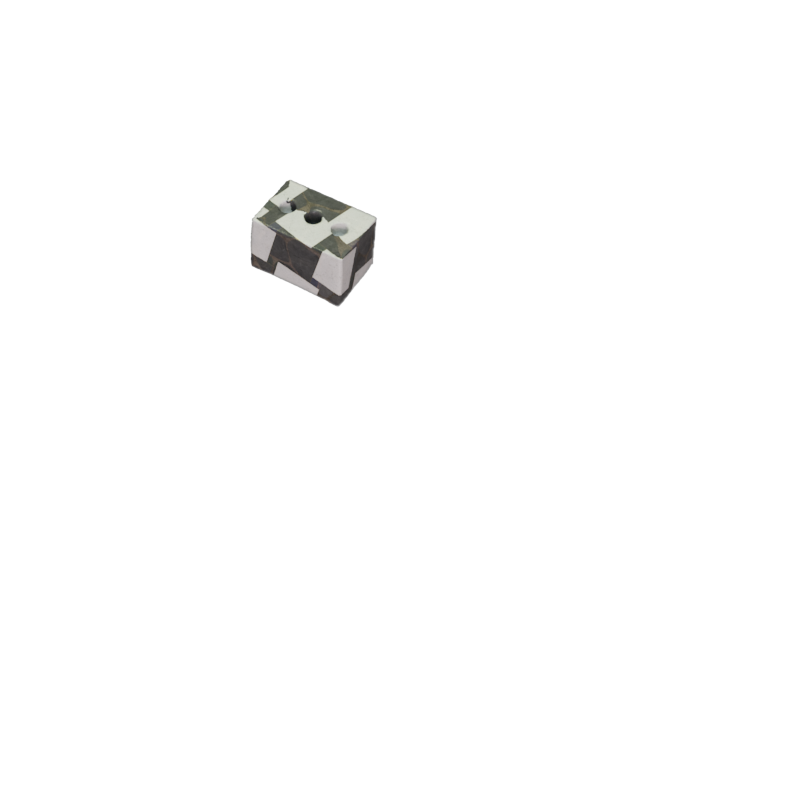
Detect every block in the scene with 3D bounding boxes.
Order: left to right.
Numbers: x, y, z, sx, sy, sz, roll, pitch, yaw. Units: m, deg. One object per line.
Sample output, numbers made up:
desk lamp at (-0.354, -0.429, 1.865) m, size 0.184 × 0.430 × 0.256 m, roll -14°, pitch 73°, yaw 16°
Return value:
block at (-0.063, -0.115, 0.807) m, size 0.081 × 0.054 × 0.048 m, roll 25°, pitch -36°, yaw 19°
